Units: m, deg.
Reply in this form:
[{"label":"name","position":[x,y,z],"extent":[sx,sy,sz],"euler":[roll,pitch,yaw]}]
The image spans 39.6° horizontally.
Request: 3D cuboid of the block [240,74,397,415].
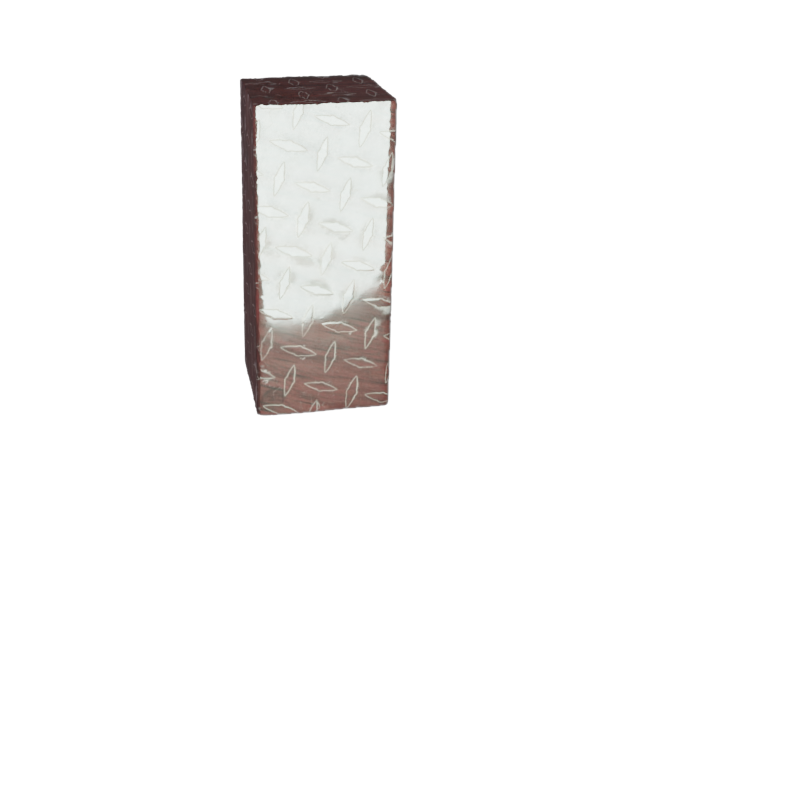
[{"label":"block","position":[-0.057,-0.105,0.736],"extent":[0.089,0.197,0.096],"euler":[-3,21,-12]}]
